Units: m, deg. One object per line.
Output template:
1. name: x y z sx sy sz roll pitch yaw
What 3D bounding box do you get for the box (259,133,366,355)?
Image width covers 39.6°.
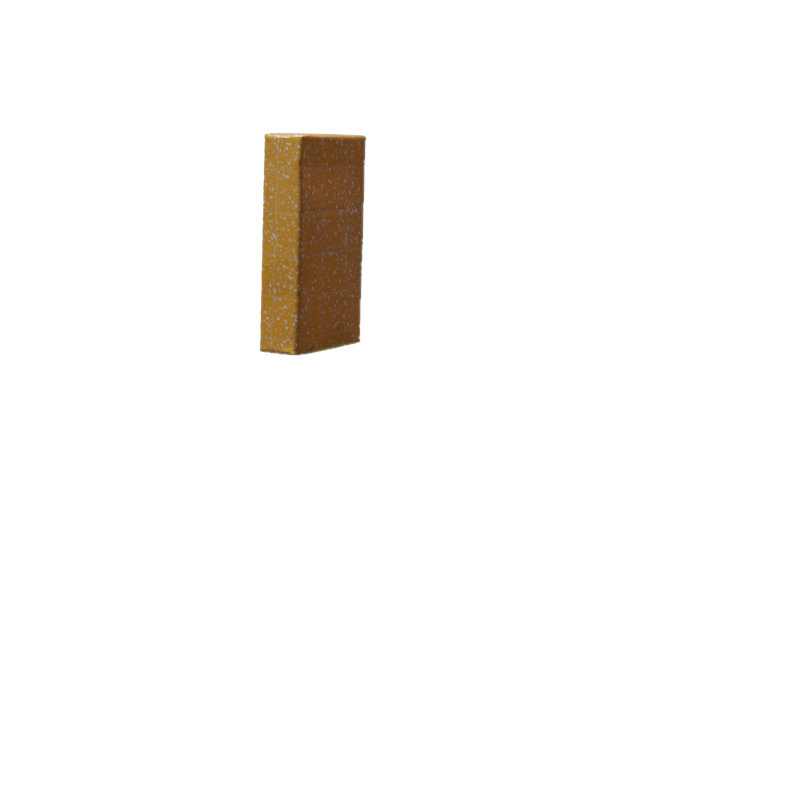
1. box: -0.071 -0.130 0.907 0.050 0.174 0.091 3 6 33
